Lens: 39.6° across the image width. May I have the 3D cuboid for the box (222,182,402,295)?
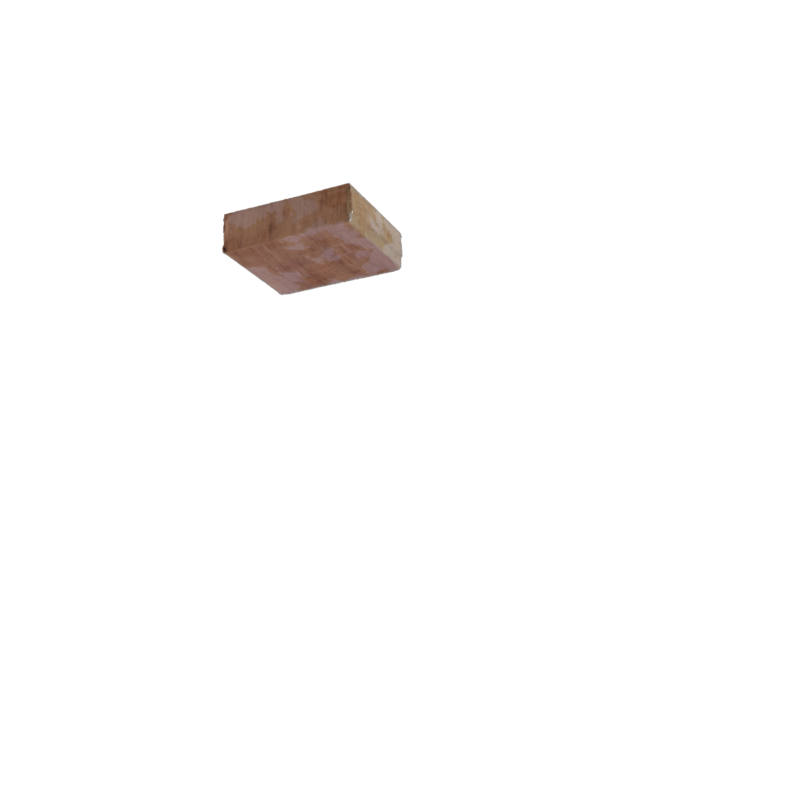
[{"bbox_3d":[-0.067,-0.122,0.855,0.115,0.041,0.083,-11,-25,24],"label":"box"}]
